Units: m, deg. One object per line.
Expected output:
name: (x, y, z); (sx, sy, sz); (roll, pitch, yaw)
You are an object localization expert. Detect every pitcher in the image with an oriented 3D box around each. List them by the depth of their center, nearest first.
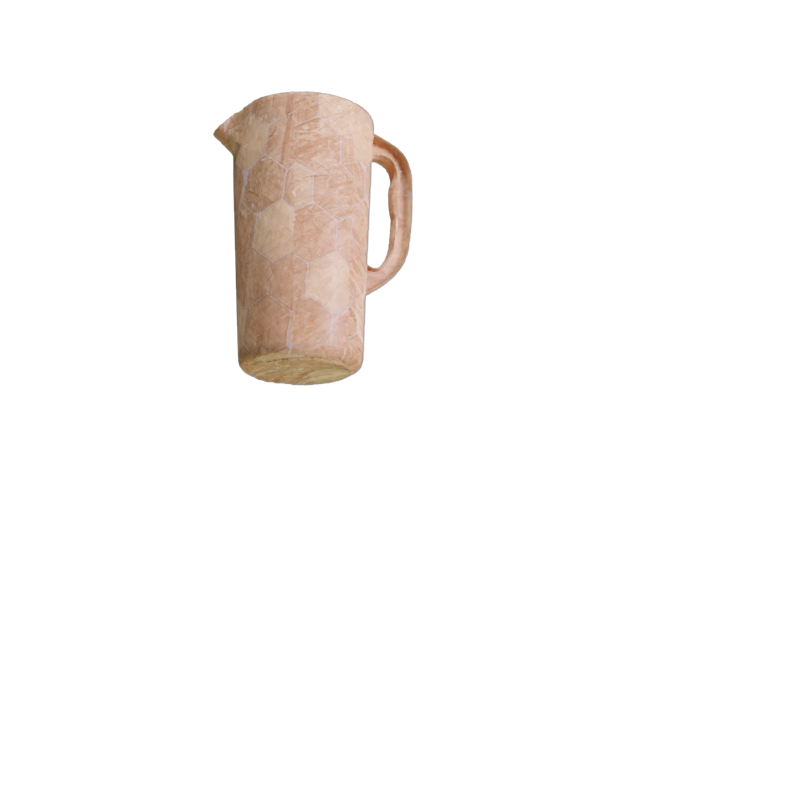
pitcher: (-0.078, -0.141, 0.991); (0.152, 0.254, 0.136); (-9, -20, 22)
